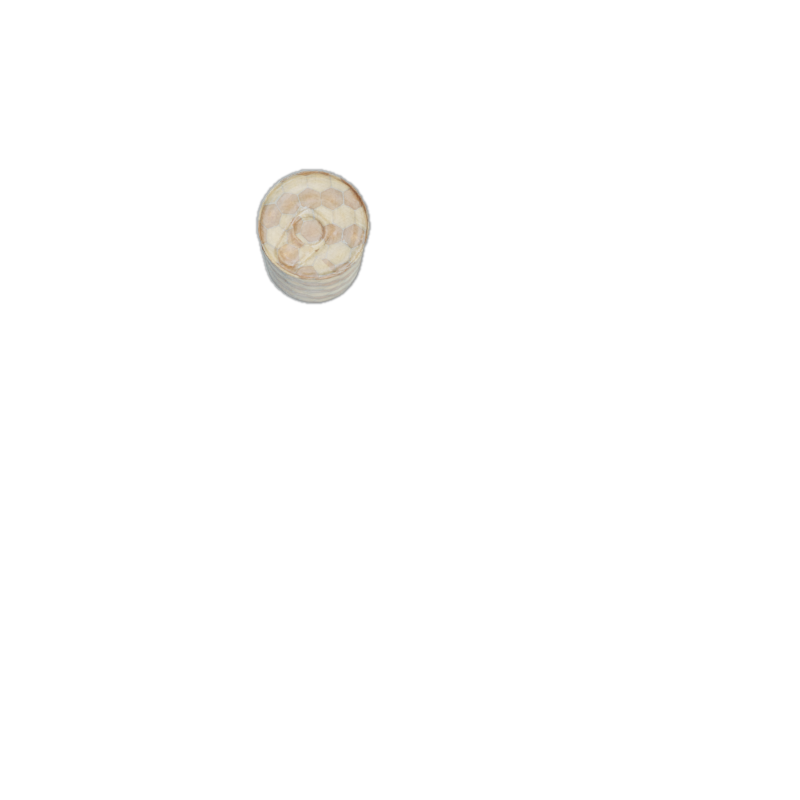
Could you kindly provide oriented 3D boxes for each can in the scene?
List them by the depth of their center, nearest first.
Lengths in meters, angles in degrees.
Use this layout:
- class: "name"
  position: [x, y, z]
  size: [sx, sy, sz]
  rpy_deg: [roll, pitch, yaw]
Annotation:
- class: "can"
  position: [-0.056, -0.102, 0.713]
  size: [0.068, 0.070, 0.100]
  rpy_deg: [0, -7, -3]
